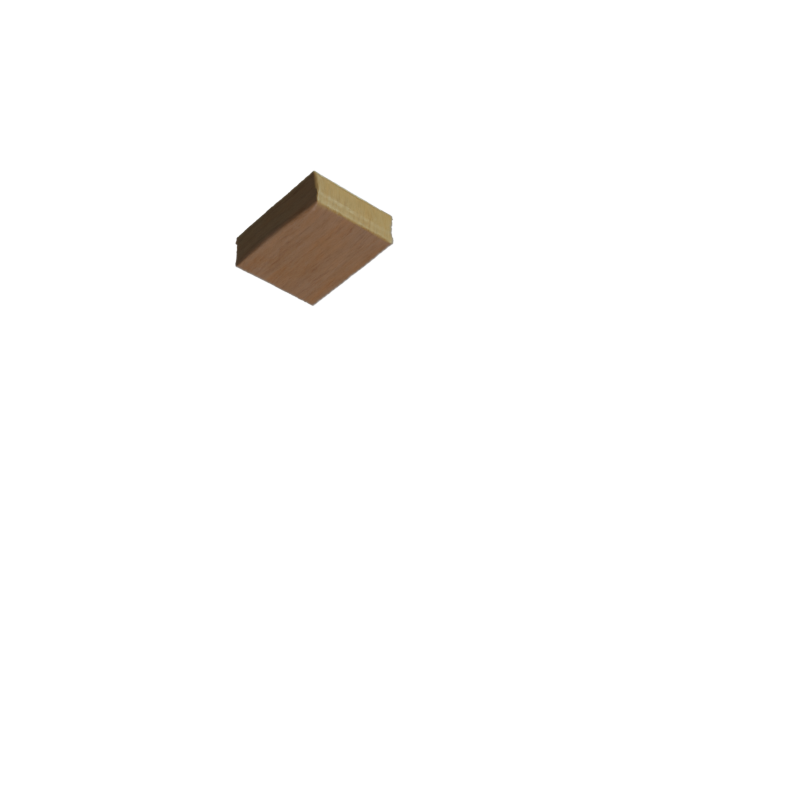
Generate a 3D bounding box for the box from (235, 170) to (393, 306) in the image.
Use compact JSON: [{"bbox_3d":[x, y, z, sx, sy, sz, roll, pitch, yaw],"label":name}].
[{"bbox_3d":[-0.075,-0.137,0.961,0.085,0.042,0.112,27,-44,-33],"label":"box"}]
